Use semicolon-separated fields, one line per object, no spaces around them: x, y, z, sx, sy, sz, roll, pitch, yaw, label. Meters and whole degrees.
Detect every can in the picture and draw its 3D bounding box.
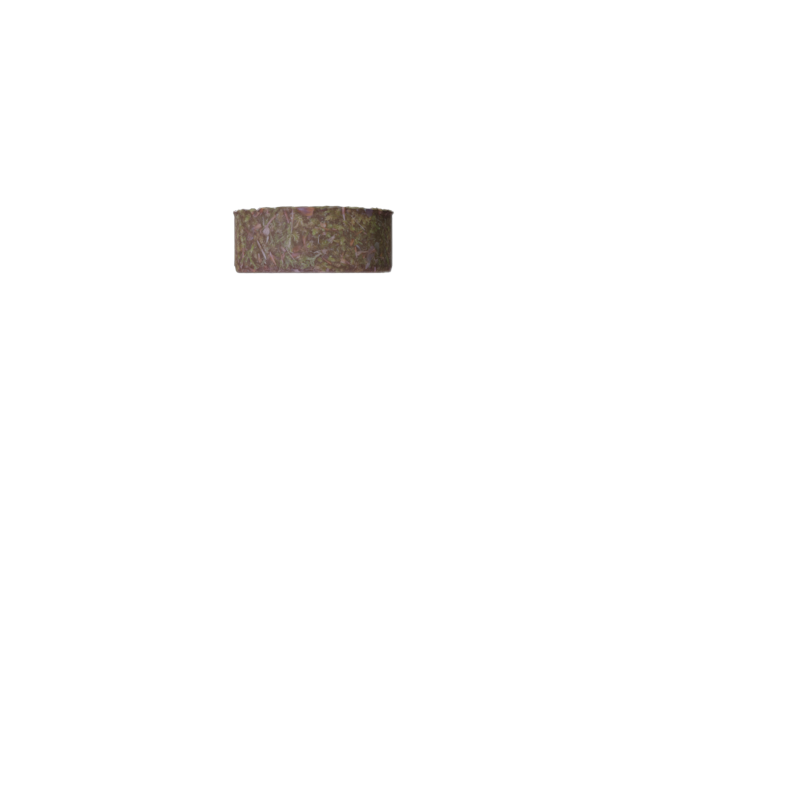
-0.046;-0.084;0.591;0.086;0.033;0.086;0;6;-2;can
